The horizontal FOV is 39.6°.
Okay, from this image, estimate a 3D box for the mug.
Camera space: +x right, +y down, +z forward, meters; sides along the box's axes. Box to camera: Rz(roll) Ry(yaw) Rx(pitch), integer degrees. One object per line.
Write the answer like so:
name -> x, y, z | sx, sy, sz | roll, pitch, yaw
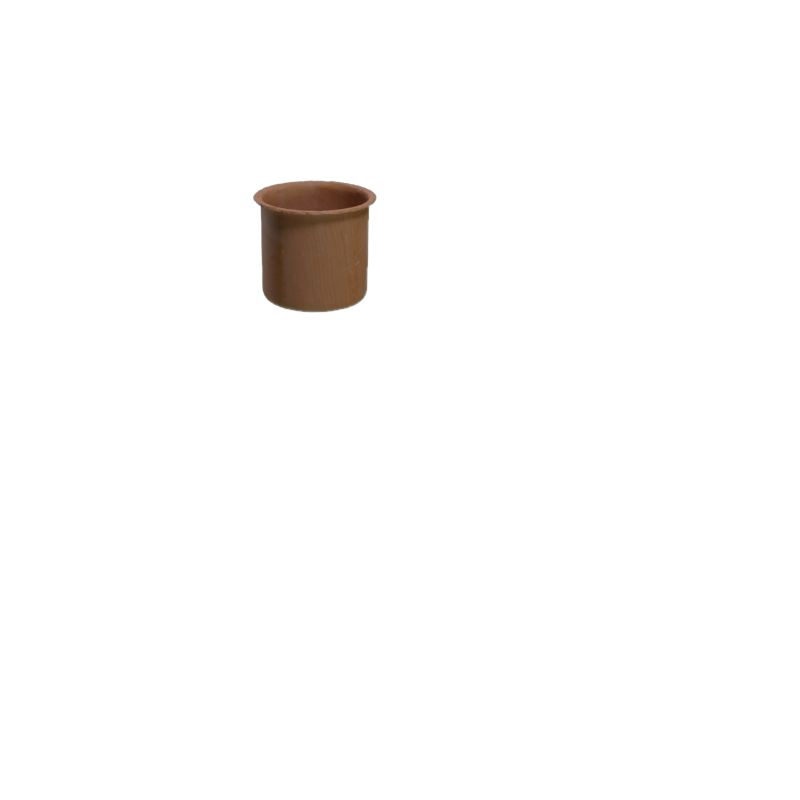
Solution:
mug -> -0.067, -0.123, 0.860 | 0.092, 0.078, 0.124 | -3, 23, -8
